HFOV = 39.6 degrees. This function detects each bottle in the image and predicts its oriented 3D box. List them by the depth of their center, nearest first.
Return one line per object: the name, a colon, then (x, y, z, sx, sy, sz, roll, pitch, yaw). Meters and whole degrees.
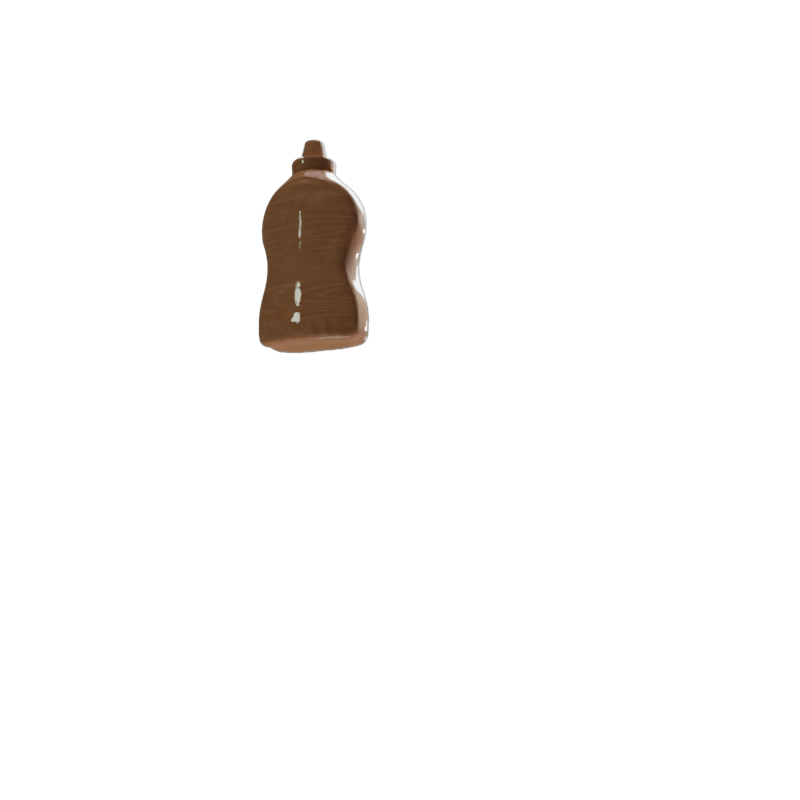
bottle: (-0.078, -0.142, 0.993, 0.098, 0.199, 0.055, -8, -17, 25)
